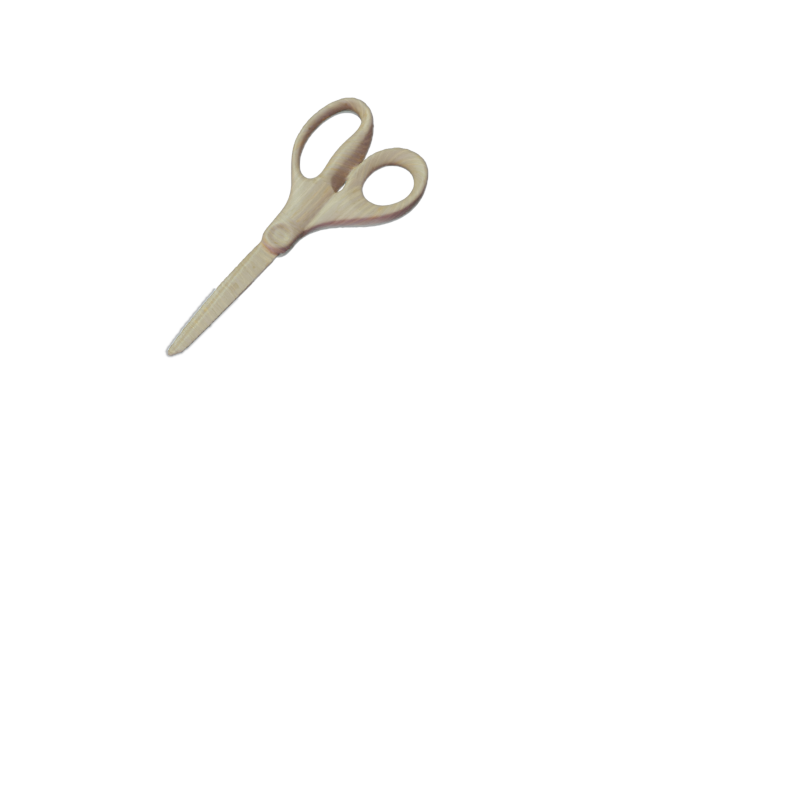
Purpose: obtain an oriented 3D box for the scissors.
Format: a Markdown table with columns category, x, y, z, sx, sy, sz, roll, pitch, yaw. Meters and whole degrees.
| category | x | y | z | sx | sy | sz | roll | pitch | yaw |
| --- | --- | --- | --- | --- | --- | --- | --- | --- | --- |
| scissors | -0.052 | -0.096 | 0.669 | 0.098 | 0.208 | 0.015 | 21 | -22 | 9 |
